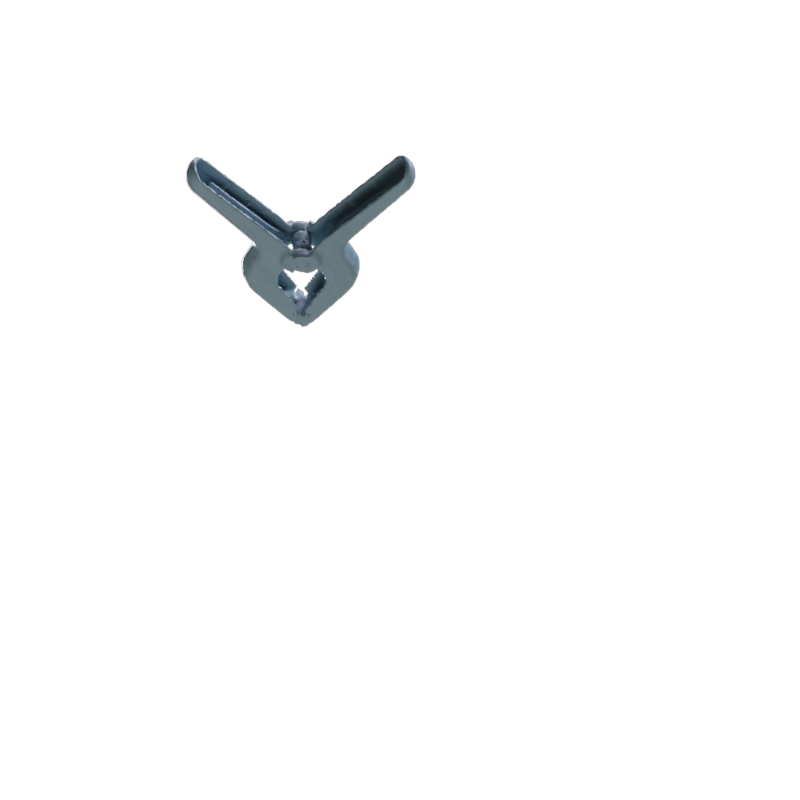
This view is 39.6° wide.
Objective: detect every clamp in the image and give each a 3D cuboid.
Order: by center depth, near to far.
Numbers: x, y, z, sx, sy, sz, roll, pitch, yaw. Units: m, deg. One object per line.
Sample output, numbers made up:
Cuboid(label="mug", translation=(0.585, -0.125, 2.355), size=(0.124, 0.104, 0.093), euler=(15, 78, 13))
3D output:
Cuboid(label="clamp", translation=(-0.068, -0.124, 0.867), size=(0.165, 0.039, 0.196), euler=(-2, -30, 3))
